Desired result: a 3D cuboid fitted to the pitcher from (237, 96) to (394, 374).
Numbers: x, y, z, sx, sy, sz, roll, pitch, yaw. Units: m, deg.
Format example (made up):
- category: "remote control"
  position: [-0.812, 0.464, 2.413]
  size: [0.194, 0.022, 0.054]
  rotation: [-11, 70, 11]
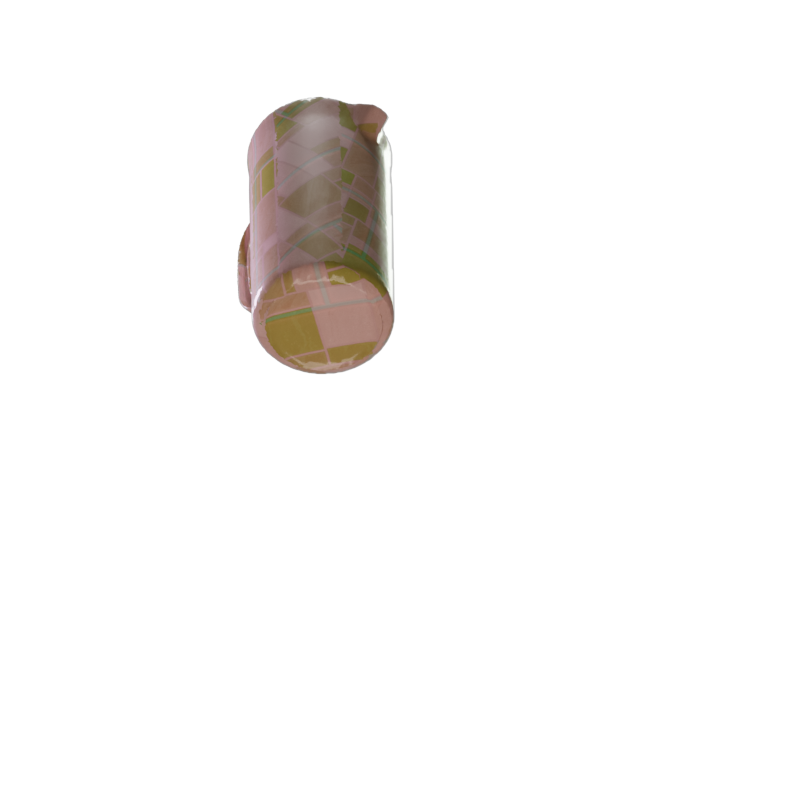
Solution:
- category: "pitcher"
  position: [-0.072, -0.132, 0.926]
  size: [0.145, 0.139, 0.261]
  rotation: [-3, 40, -1]
